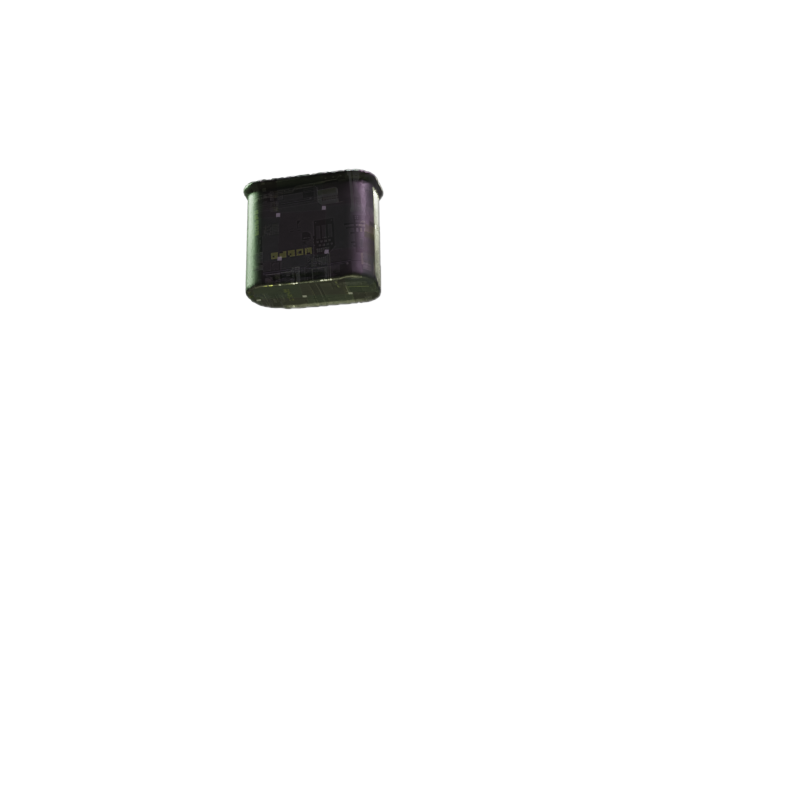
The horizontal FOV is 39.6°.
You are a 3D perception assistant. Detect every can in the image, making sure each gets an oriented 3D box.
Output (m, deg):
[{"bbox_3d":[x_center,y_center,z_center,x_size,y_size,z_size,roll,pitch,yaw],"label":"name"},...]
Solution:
[{"bbox_3d":[-0.063,-0.116,0.810,0.103,0.088,0.054,-5,-22,12],"label":"can"}]
